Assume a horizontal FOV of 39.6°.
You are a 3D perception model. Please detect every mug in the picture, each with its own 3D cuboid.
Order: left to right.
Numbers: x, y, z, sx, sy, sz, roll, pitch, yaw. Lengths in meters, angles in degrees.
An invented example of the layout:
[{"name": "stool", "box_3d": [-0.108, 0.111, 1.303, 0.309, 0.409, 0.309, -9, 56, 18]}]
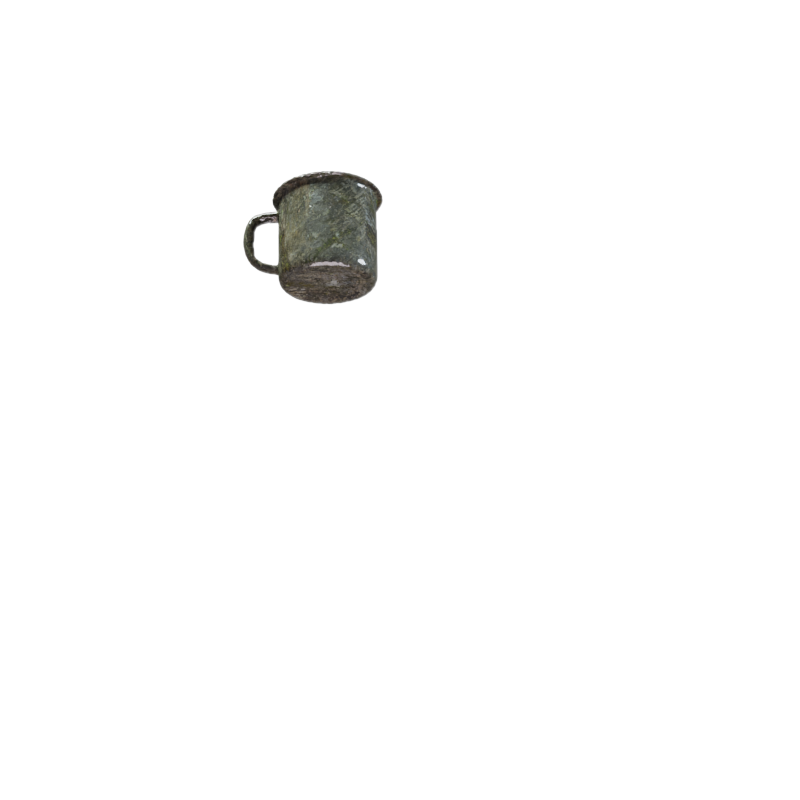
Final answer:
[{"name": "mug", "box_3d": [-0.072, -0.132, 0.922, 0.117, 0.086, 0.088, -1, -24, 0]}]
